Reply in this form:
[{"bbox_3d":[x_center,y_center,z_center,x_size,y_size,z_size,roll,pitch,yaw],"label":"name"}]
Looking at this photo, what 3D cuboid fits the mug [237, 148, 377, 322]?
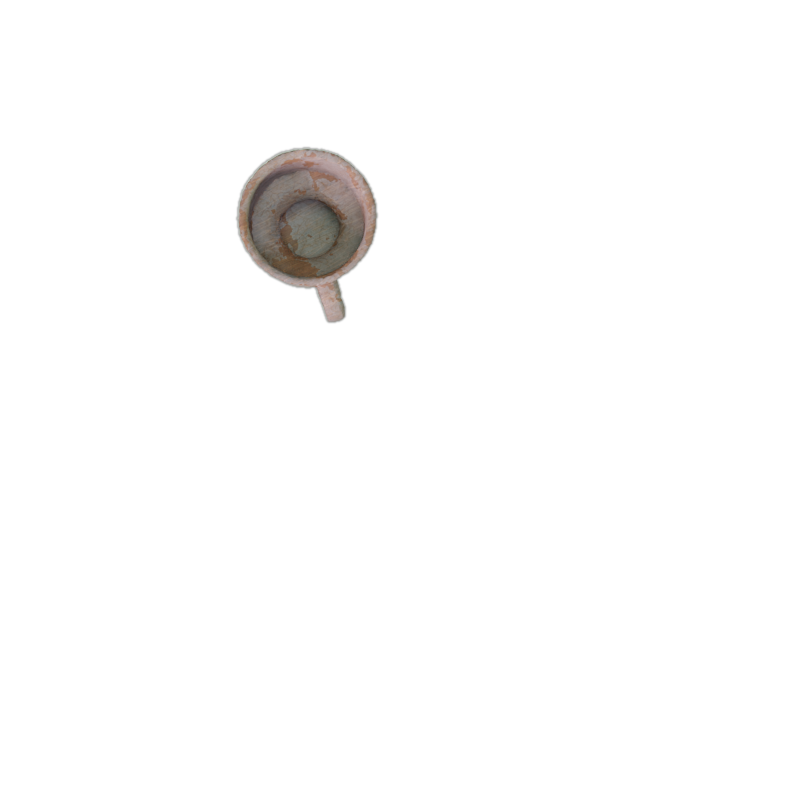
[{"bbox_3d":[-0.061,-0.111,0.777,0.093,0.119,0.080,-20,-5,-3],"label":"mug"}]
